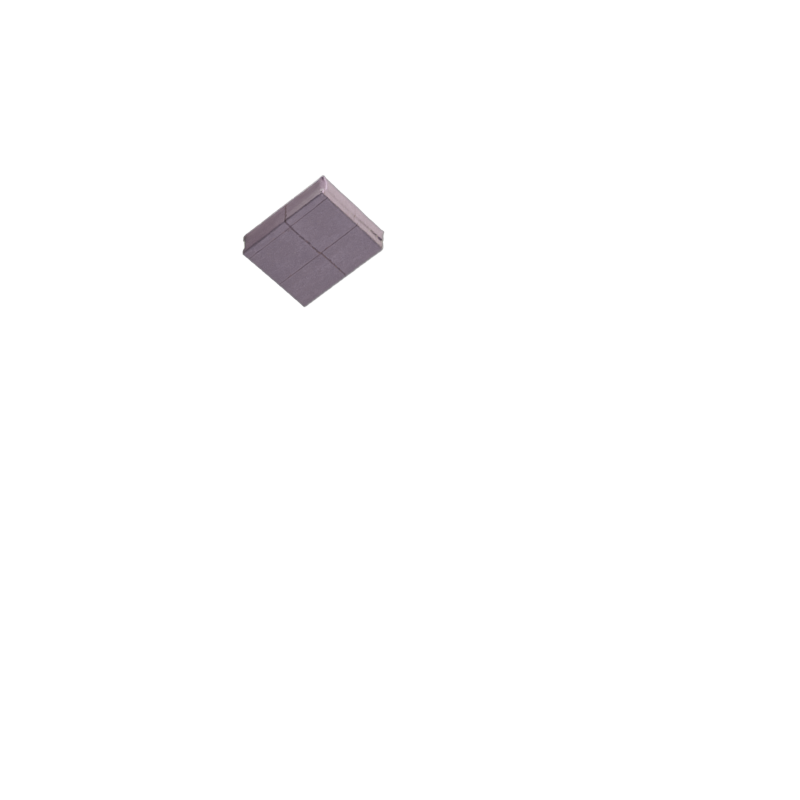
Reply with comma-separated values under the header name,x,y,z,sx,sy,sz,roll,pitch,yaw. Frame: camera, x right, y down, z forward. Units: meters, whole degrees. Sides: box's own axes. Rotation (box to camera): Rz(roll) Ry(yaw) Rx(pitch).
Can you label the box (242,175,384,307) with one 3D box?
name,x,y,z,sx,sy,sz,roll,pitch,yaw
box,-0.069,-0.126,0.879,0.088,0.032,0.069,-35,-59,24
